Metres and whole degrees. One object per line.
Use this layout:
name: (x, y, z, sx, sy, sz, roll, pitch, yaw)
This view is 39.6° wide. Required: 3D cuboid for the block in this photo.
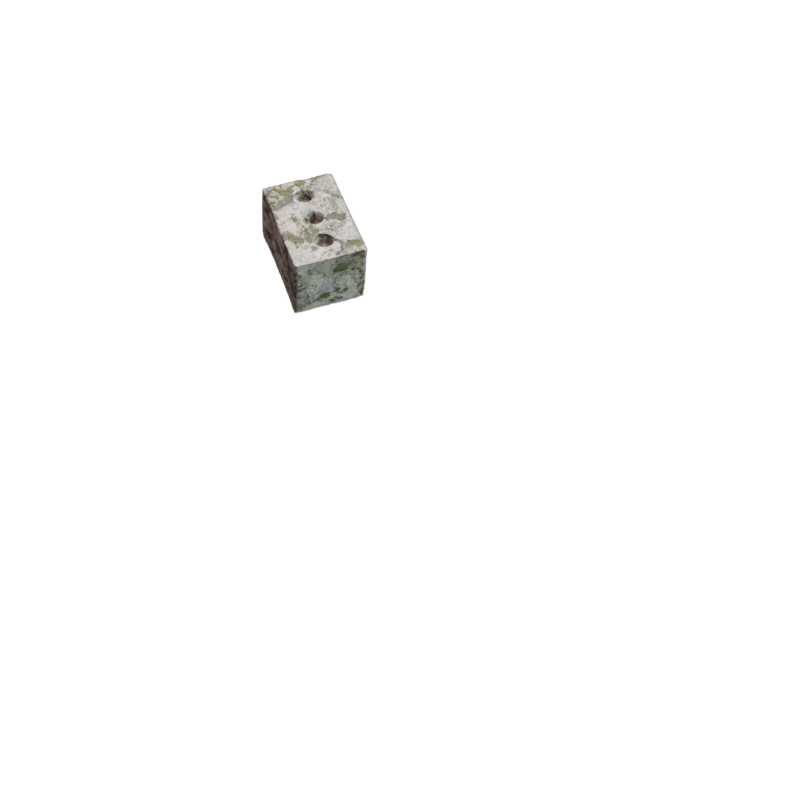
block: (-0.060, -0.109, 0.763, 0.052, 0.084, 0.048, -15, -37, -14)
